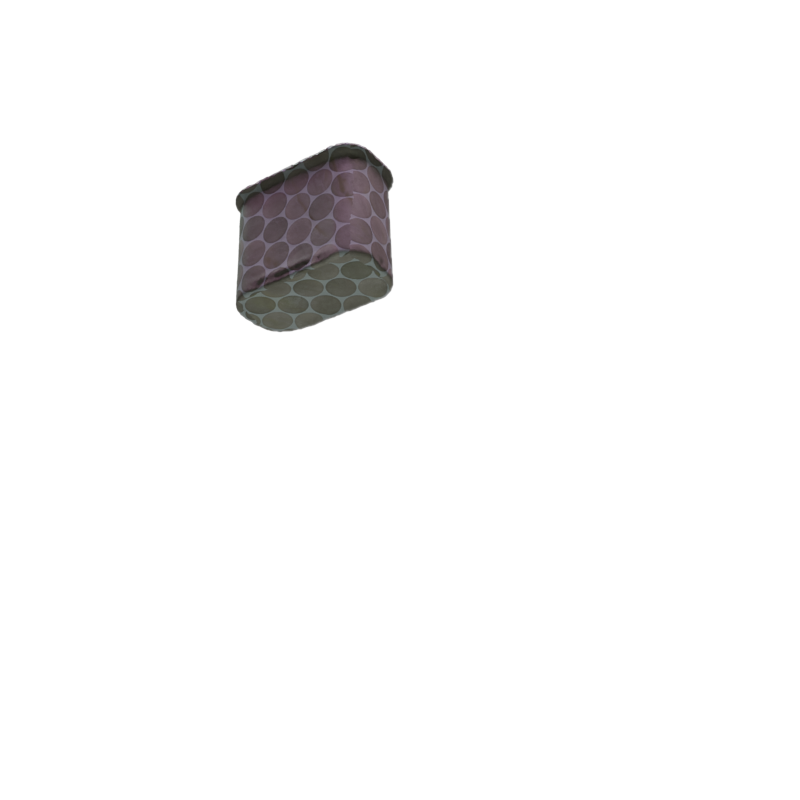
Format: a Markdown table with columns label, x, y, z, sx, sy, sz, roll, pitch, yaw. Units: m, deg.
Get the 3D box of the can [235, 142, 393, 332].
| label | x | y | z | sx | sy | sz | roll | pitch | yaw |
| --- | --- | --- | --- | --- | --- | --- | --- | --- | --- |
| can | -0.053 | -0.098 | 0.683 | 0.103 | 0.090 | 0.053 | -21 | -38 | 27 |
